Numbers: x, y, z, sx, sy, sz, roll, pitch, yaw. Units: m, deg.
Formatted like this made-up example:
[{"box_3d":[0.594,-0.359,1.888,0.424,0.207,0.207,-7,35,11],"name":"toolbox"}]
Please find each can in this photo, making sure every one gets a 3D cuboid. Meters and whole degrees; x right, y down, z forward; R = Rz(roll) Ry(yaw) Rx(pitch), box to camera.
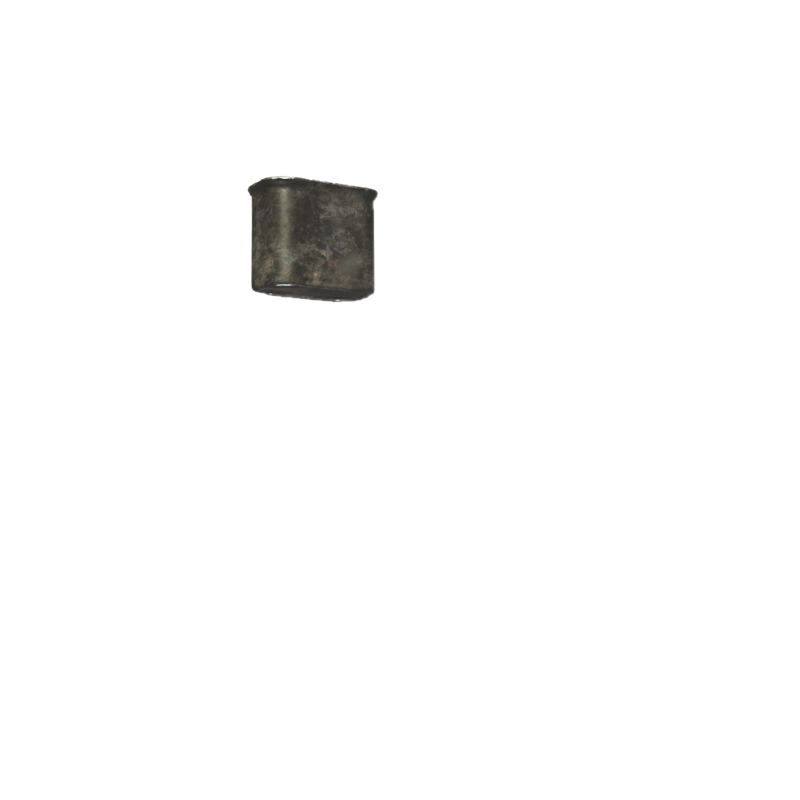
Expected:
[{"box_3d":[-0.068,-0.124,0.867,0.098,0.086,0.058,4,-11,-31],"name":"can"}]
